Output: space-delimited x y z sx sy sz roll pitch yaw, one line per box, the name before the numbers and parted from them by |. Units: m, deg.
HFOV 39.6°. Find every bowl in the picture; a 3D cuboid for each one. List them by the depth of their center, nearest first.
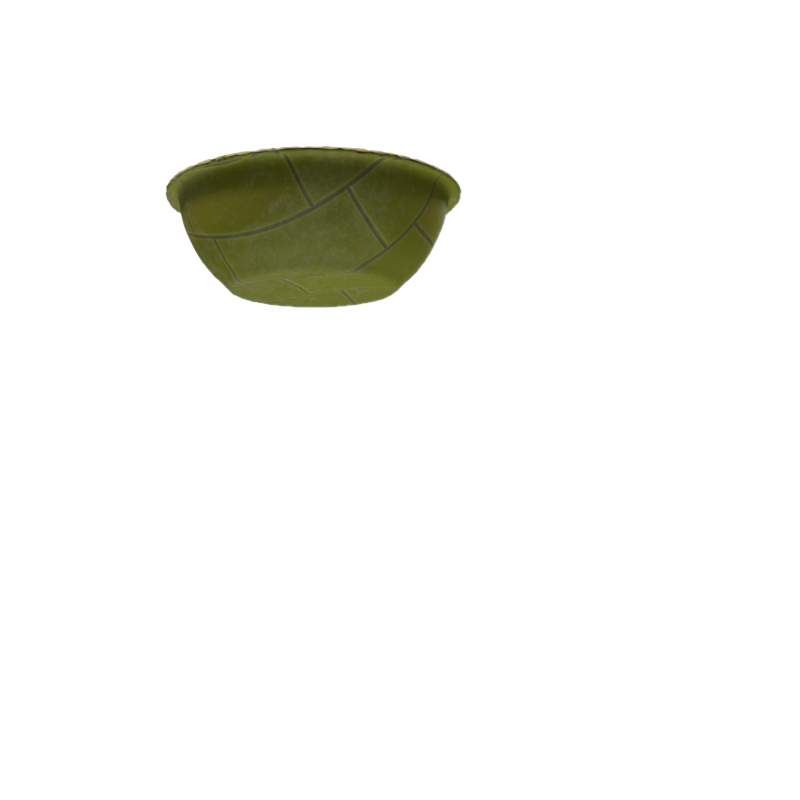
bowl | -0.047 -0.086 0.603 0.162 0.057 0.158 0 -9 -2
